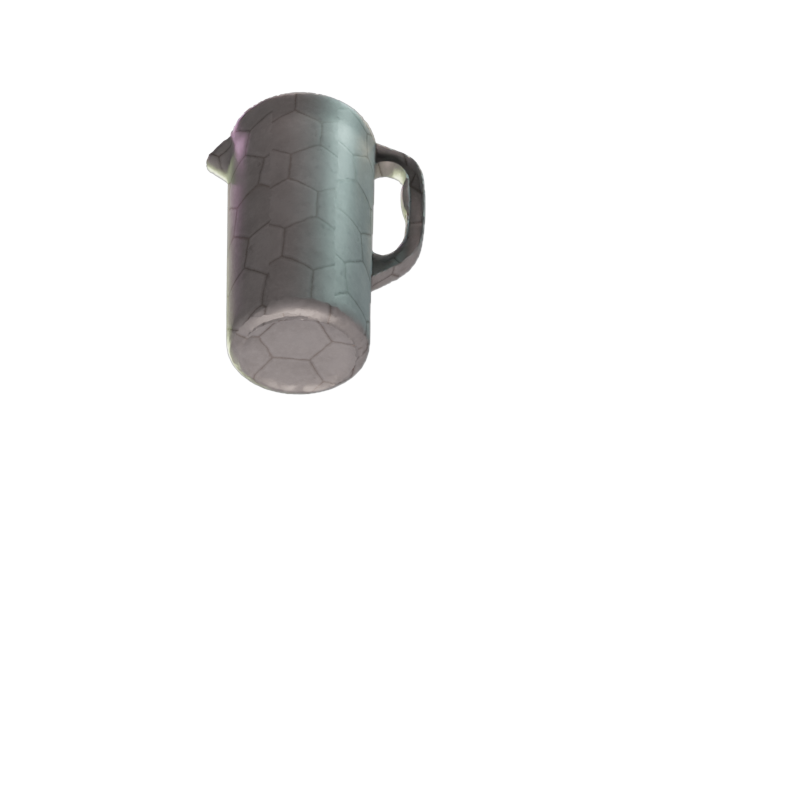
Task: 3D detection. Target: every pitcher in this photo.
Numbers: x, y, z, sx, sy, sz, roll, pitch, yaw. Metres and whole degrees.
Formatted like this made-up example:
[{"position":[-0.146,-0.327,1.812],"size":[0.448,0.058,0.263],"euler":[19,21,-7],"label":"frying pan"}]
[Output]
[{"position":[-0.071,-0.129,0.906],"size":[0.149,0.261,0.135],"euler":[-31,-48,28],"label":"pitcher"}]
